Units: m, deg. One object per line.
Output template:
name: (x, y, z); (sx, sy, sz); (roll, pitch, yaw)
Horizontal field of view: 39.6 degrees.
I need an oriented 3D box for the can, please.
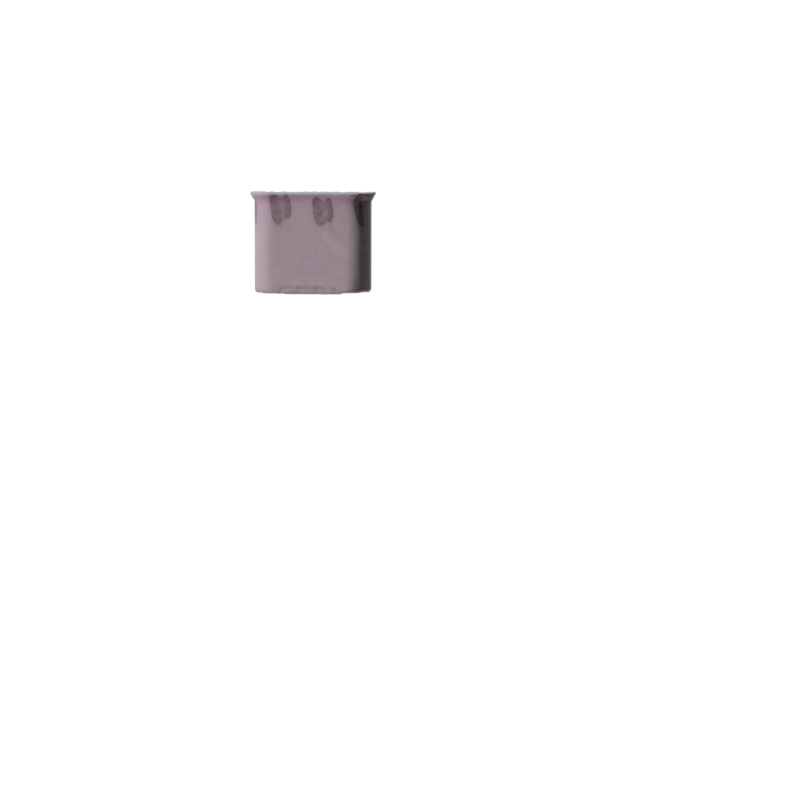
can: (-0.072, -0.132, 0.923); (0.103, 0.083, 0.057); (1, 6, 9)
